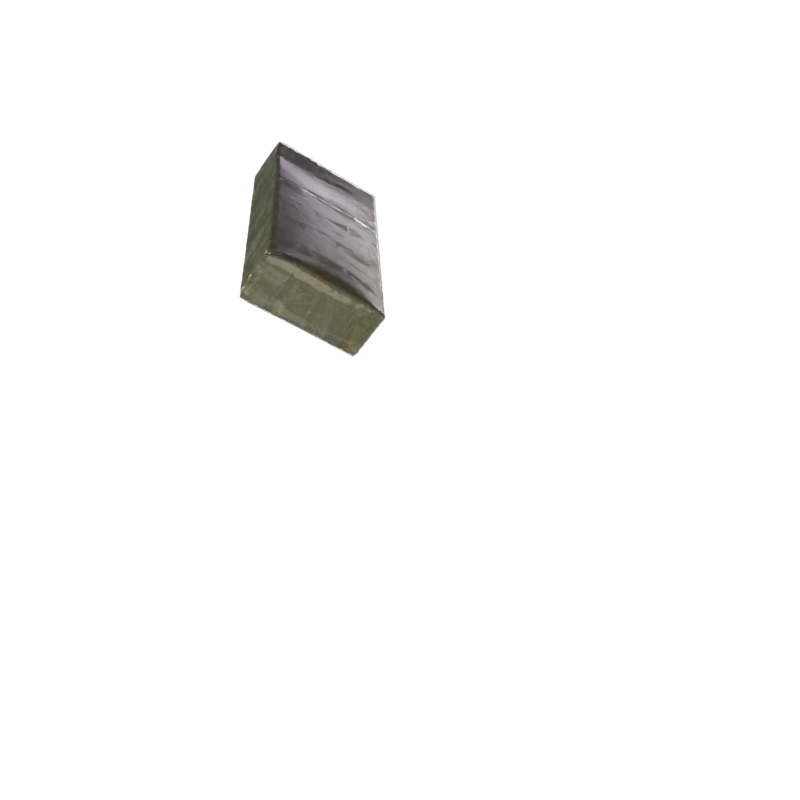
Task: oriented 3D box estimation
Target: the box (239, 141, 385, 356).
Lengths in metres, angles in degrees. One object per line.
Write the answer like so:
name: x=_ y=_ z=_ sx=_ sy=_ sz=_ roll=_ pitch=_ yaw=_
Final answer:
box: x=-0.063 y=-0.114 z=0.801 sx=0.090 sy=0.047 sz=0.188 roll=27 pitch=27 yaw=-19
